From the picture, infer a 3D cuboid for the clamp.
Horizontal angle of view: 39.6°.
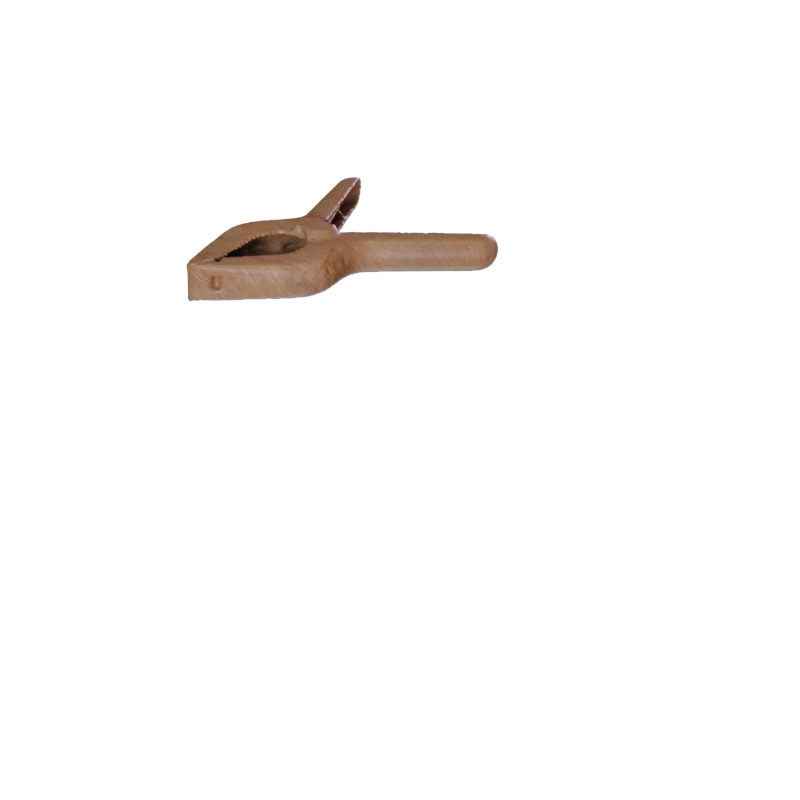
[{"bbox_3d":[-0.061,-0.112,0.782,0.206,0.034,0.177,-16,32,-28],"label":"clamp"}]
